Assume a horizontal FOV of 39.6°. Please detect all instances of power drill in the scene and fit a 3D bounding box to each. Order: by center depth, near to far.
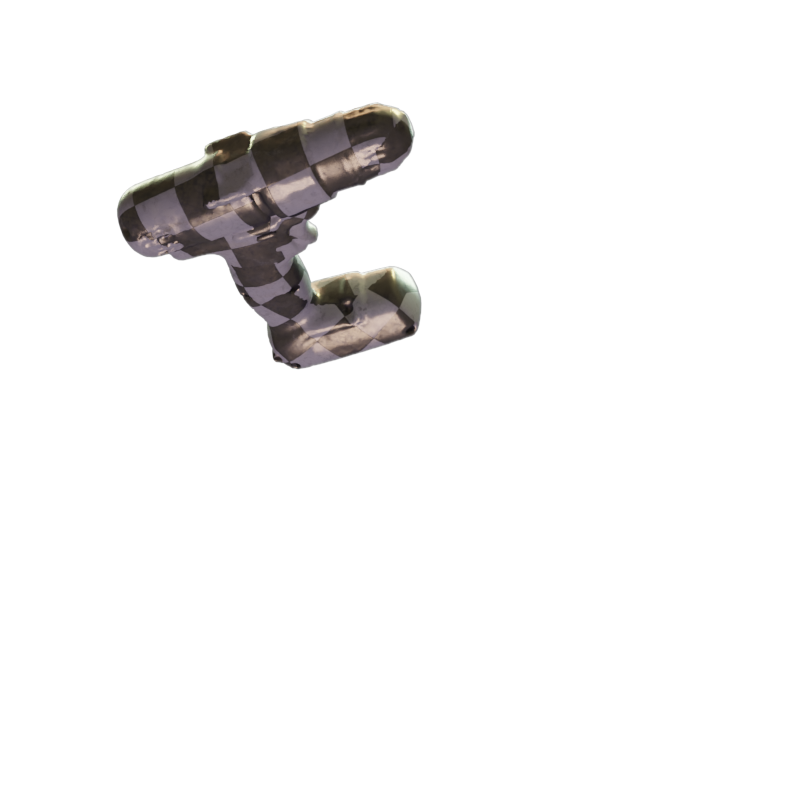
[{"bbox_3d":[-0.054,-0.098,0.688,0.186,0.061,0.173,-14,-36,19],"label":"power drill"}]
